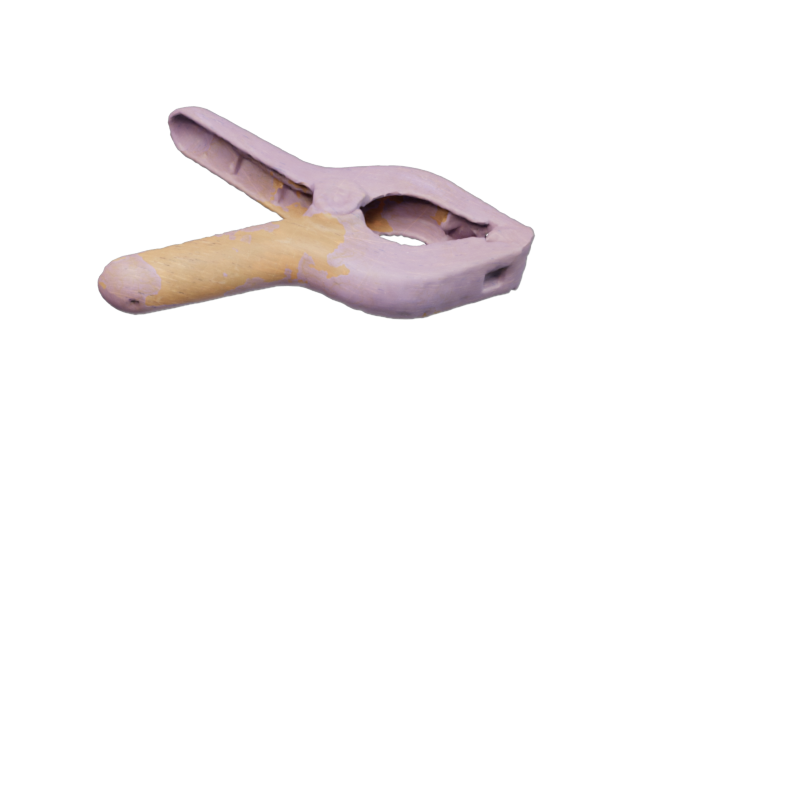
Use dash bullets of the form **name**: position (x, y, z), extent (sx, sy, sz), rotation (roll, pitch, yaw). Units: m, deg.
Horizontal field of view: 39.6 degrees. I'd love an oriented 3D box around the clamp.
- **clamp**: position (-0.035, -0.065, 0.453), extent (0.175, 0.126, 0.036), rotation (14, -38, 11)
